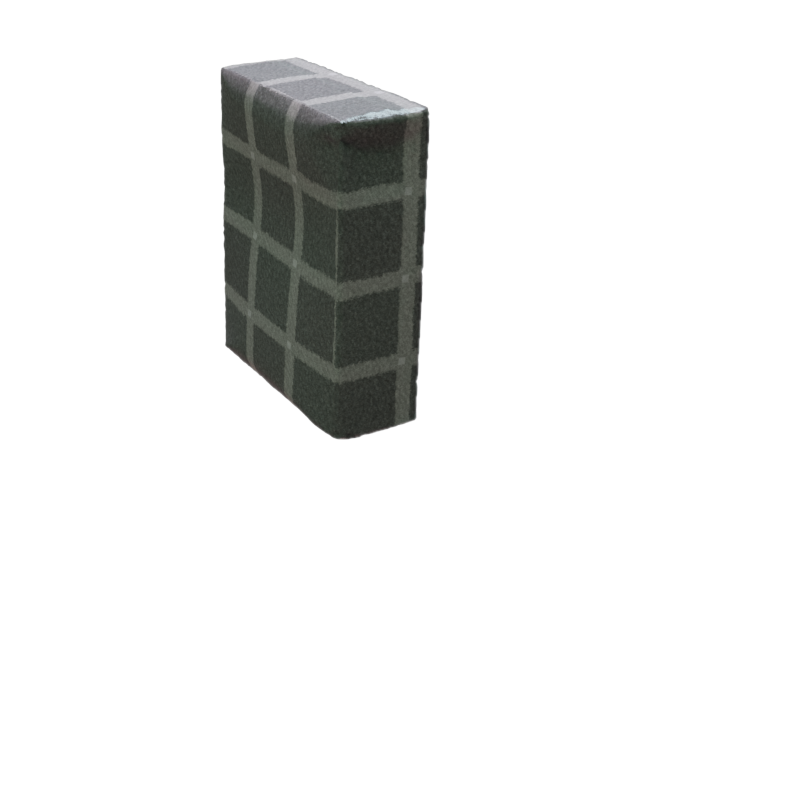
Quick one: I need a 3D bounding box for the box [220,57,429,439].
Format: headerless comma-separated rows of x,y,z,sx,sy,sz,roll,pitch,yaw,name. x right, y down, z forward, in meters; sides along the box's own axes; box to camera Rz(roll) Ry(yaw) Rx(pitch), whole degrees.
-0.058,-0.105,0.739,0.070,0.203,0.176,-12,28,-30,box
